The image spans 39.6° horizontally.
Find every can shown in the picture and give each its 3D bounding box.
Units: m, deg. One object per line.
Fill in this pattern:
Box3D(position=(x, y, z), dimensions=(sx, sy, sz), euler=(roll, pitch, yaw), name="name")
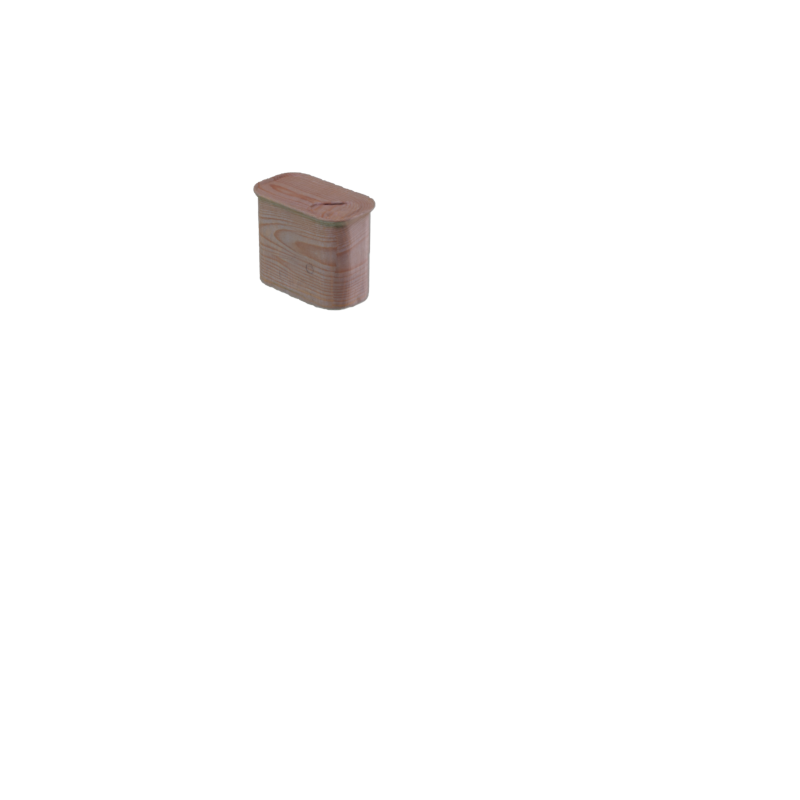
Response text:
Box3D(position=(-0.070, -0.128, 0.898), dimensions=(0.108, 0.079, 0.057), euler=(25, 36, 36), name="can")
